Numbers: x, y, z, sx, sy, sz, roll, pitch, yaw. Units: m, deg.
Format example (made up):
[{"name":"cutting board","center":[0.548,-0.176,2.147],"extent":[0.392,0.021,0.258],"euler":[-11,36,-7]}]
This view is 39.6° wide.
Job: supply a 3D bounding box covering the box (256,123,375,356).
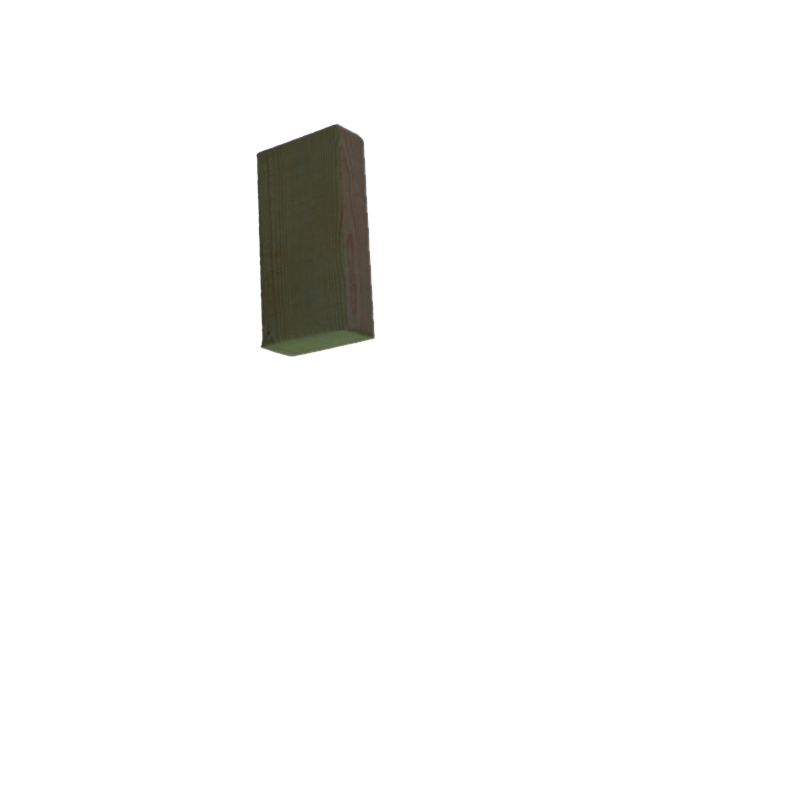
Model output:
[{"name":"box","center":[-0.072,-0.131,0.920],"extent":[0.095,0.184,0.045],"euler":[-14,-22,35]}]
